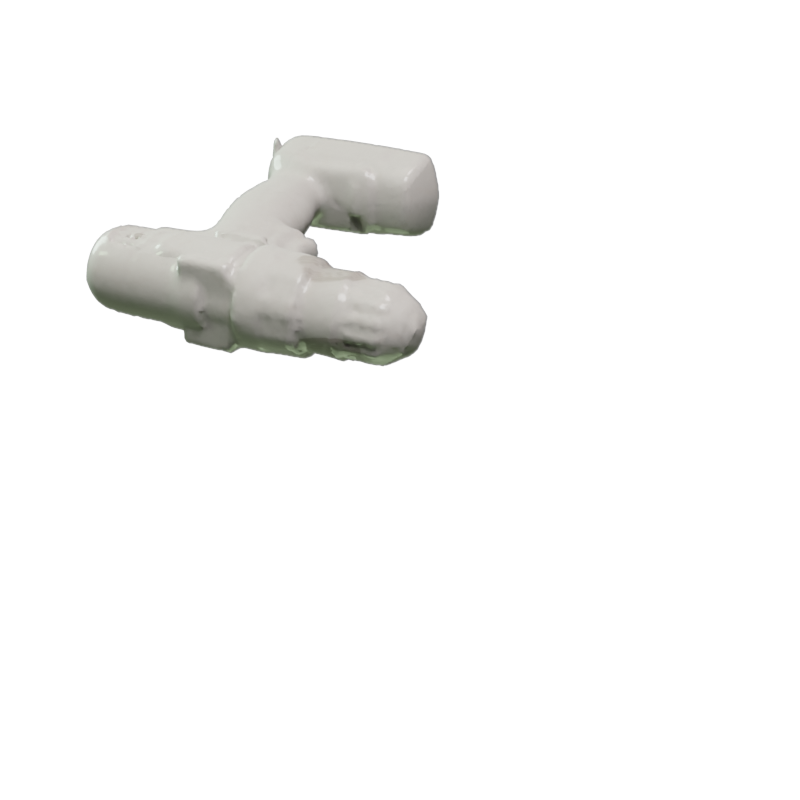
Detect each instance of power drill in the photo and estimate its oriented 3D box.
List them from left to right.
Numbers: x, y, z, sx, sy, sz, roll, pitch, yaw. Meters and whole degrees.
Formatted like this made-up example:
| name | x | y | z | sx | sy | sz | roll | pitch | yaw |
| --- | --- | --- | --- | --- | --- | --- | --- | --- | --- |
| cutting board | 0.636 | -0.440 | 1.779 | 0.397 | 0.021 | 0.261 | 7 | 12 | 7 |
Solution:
| name | x | y | z | sx | sy | sz | roll | pitch | yaw |
| --- | --- | --- | --- | --- | --- | --- | --- | --- | --- |
| power drill | -0.047 | -0.086 | 0.602 | 0.192 | 0.054 | 0.191 | 14 | 32 | 22 |
